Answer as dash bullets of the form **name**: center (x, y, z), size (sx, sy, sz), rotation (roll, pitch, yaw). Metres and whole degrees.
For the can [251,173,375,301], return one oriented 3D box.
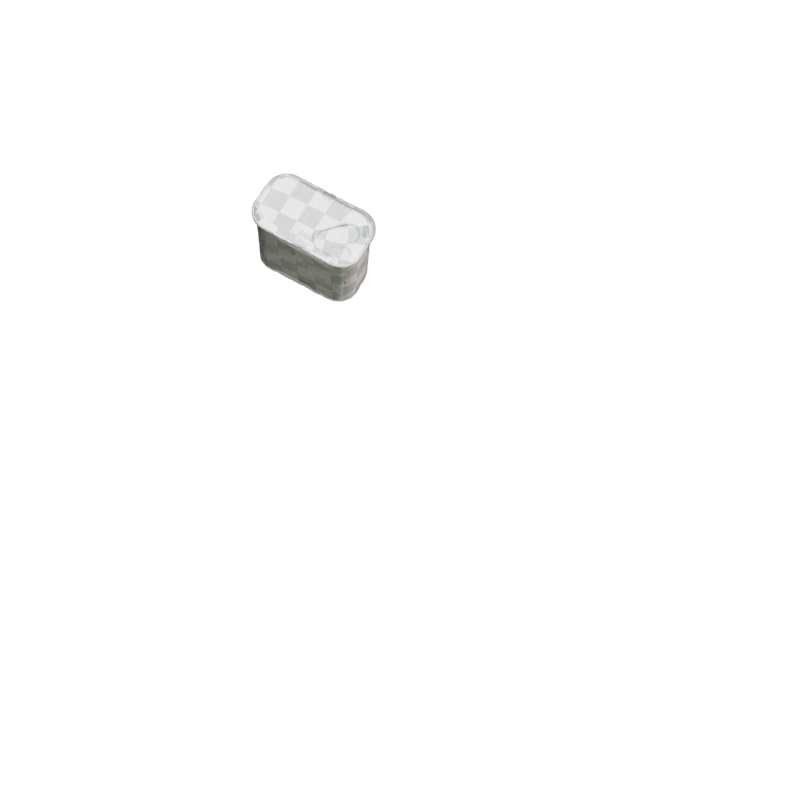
- **can**: center (-0.074, -0.136, 0.950), size (0.105, 0.059, 0.079), rotation (29, -20, 10)
